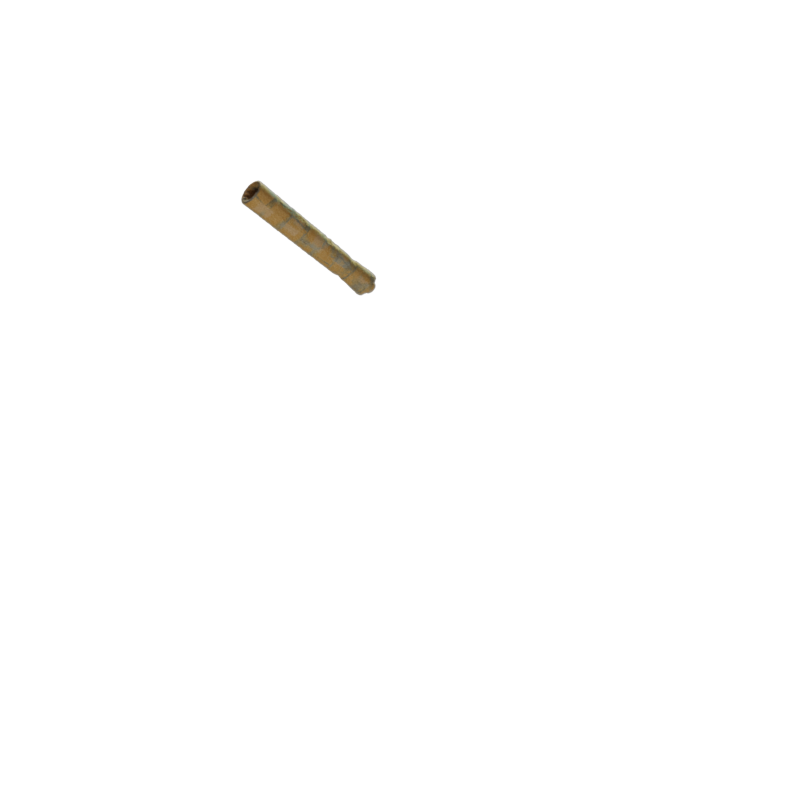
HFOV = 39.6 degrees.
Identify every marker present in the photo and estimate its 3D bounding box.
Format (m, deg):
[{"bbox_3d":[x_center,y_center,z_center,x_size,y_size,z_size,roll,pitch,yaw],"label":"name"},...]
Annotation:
[{"bbox_3d":[-0.059,-0.108,0.756,0.113,0.020,0.020,36,-19,-32],"label":"marker"}]
